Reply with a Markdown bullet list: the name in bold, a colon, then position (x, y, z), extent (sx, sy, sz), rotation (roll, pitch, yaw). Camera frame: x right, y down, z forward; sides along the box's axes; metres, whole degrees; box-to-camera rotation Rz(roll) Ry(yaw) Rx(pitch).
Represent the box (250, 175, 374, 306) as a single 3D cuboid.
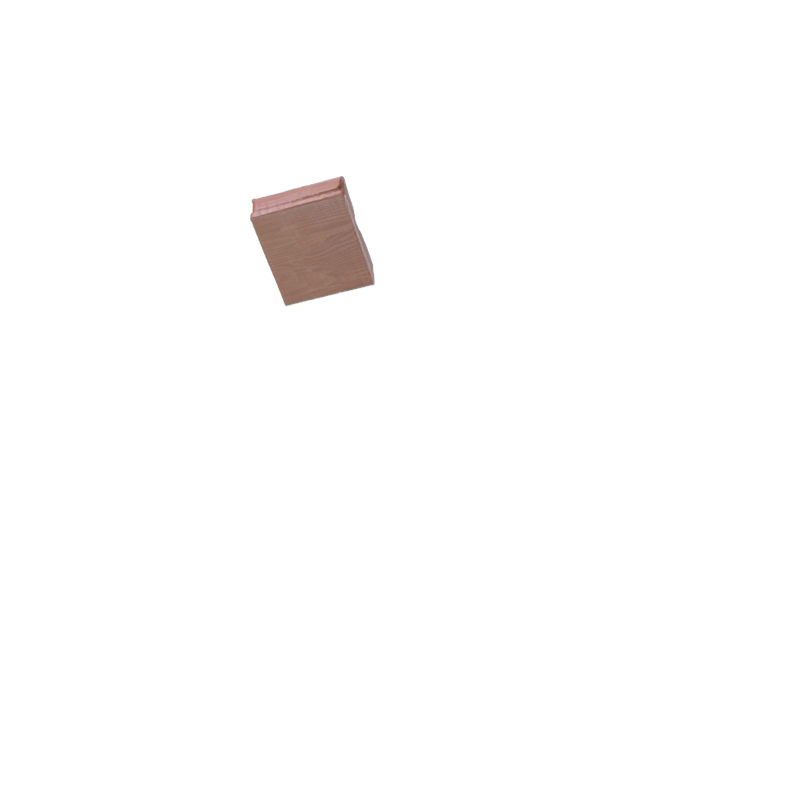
- **box**: position (-0.066, -0.120, 0.843), extent (0.073, 0.083, 0.032), rotation (-13, 35, 9)
